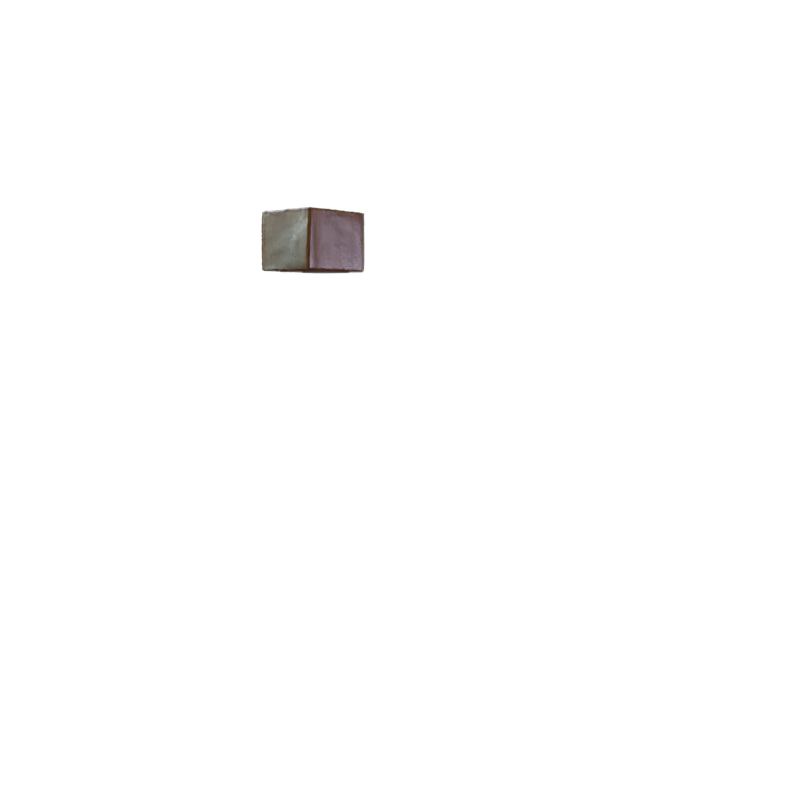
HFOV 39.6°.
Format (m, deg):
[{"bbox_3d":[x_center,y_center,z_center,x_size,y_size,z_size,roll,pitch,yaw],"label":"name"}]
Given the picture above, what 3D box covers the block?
[{"bbox_3d":[-0.073,-0.133,0.930,0.055,0.051,0.075,1,2,36],"label":"block"}]
